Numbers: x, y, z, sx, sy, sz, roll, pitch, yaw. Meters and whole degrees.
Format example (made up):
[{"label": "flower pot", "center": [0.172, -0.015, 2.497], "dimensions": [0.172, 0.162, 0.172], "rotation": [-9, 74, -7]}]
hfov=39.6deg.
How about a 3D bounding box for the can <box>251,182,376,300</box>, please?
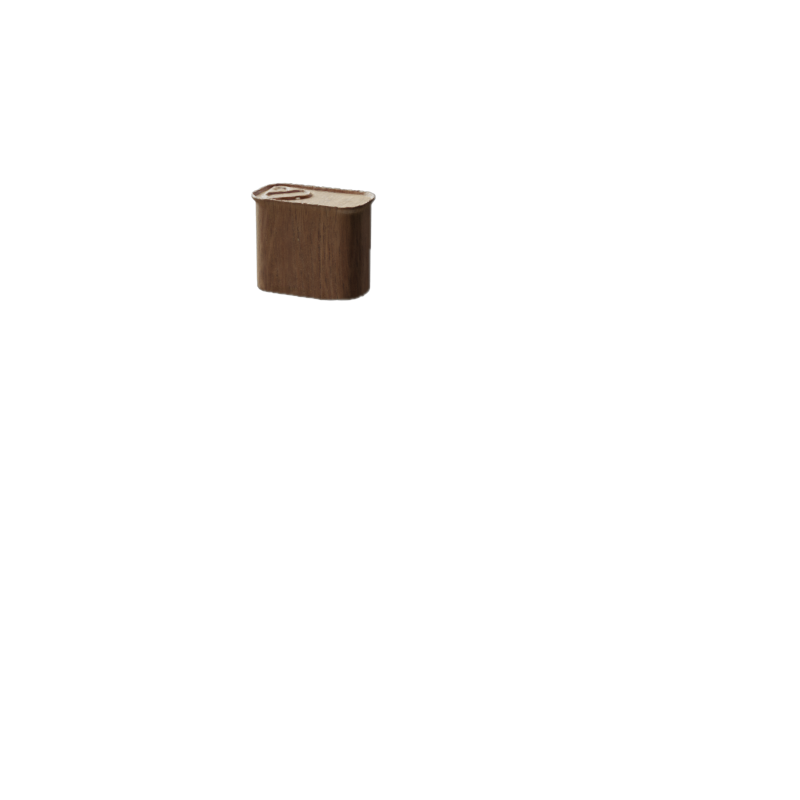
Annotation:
[{"label": "can", "center": [-0.073, -0.134, 0.936], "dimensions": [0.105, 0.080, 0.058], "rotation": [9, 22, 21]}]
